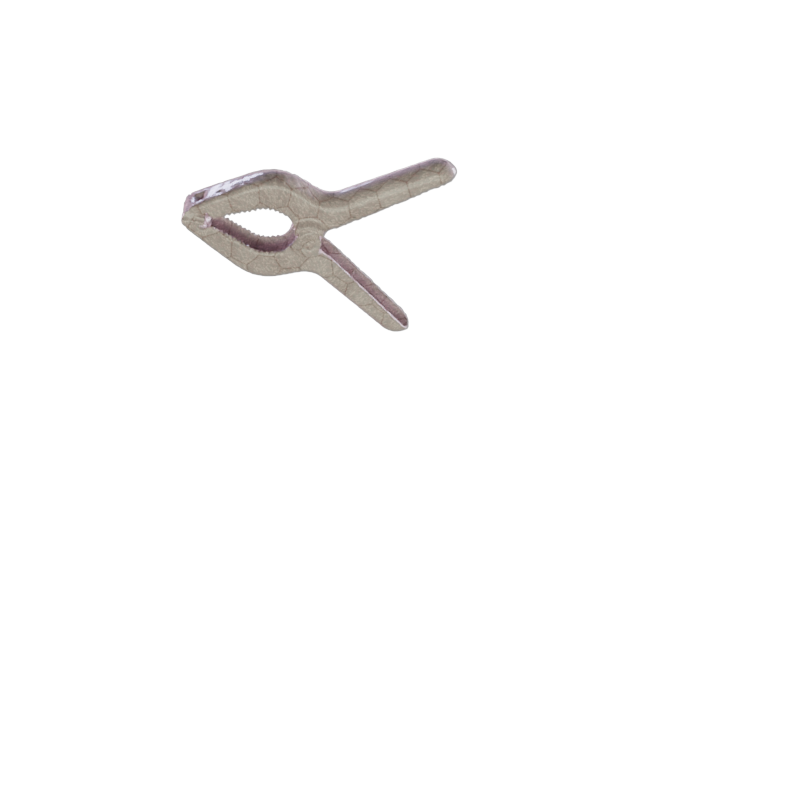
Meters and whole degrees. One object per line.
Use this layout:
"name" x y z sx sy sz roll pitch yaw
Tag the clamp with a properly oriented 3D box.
"clamp" -0.070 -0.127 0.890 0.209 0.155 0.039 4 36 -3
